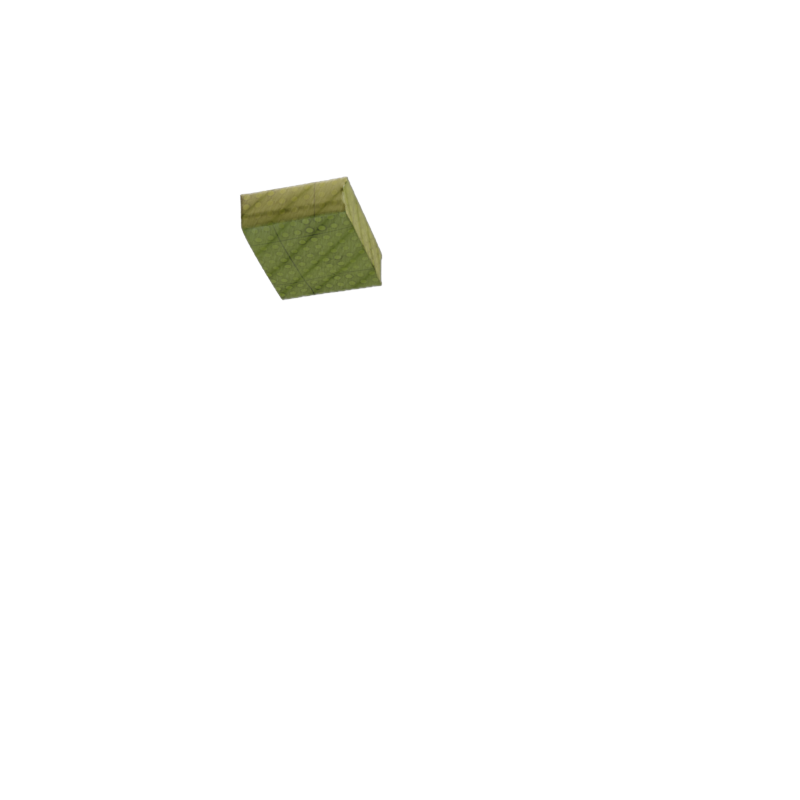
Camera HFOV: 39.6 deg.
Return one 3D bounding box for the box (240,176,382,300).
[{"bbox_3d":[-0.070,-0.128,0.898,0.091,0.041,0.105,-8,-29,13],"label":"box"}]
